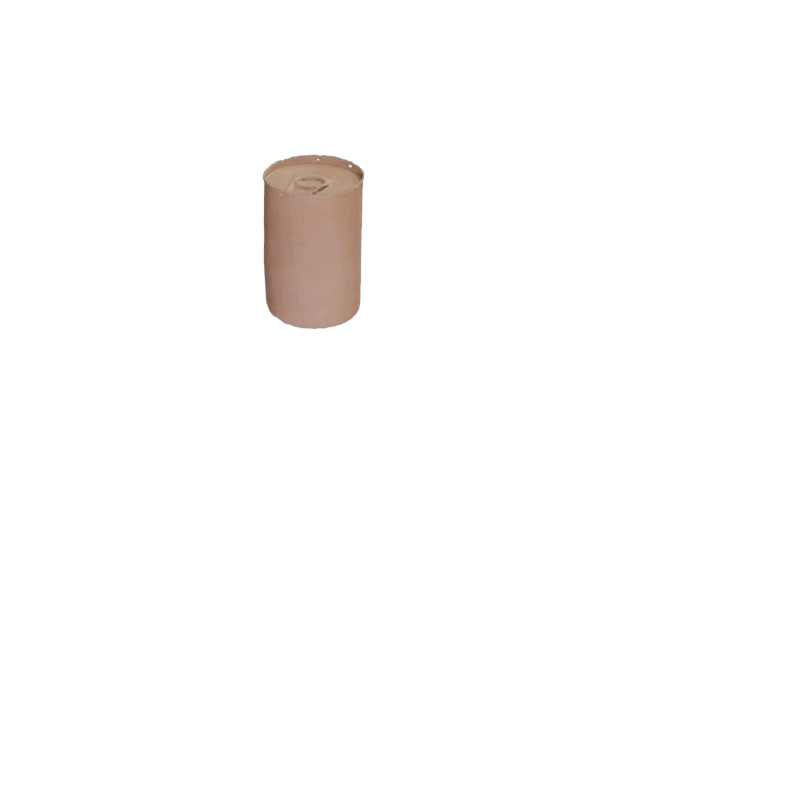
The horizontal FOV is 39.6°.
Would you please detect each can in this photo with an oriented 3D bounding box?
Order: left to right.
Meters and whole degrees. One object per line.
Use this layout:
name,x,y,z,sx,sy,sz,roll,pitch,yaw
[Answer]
can,-0.060,-0.109,0.763,0.068,0.096,0.073,0,30,-2
